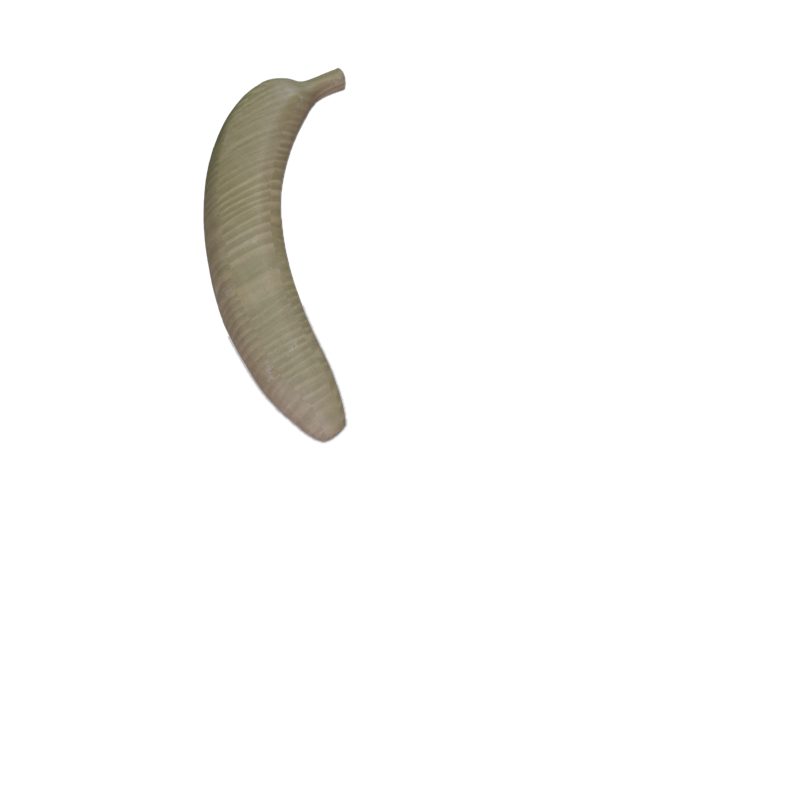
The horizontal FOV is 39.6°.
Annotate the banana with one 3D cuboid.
[{"bbox_3d":[-0.060,-0.079,0.529,0.069,0.208,0.035,0,-22,-1],"label":"banana"}]
